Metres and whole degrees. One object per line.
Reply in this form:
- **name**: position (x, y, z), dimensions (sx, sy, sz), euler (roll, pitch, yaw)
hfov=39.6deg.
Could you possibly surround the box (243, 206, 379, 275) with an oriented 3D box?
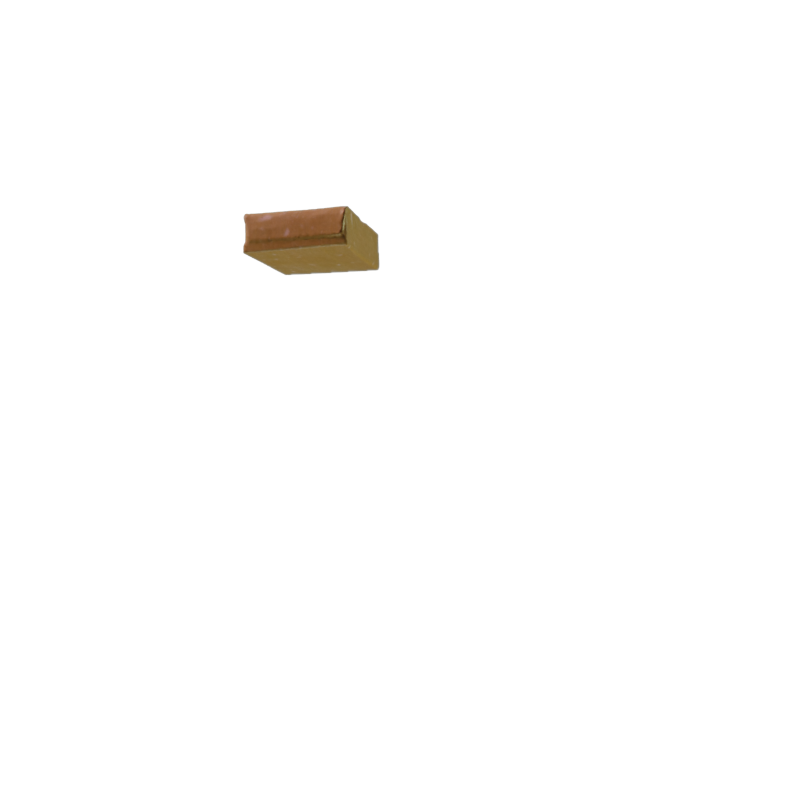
- **box**: position (-0.060, -0.110, 0.771), dimensions (0.074, 0.031, 0.086), euler (-2, -6, 15)
